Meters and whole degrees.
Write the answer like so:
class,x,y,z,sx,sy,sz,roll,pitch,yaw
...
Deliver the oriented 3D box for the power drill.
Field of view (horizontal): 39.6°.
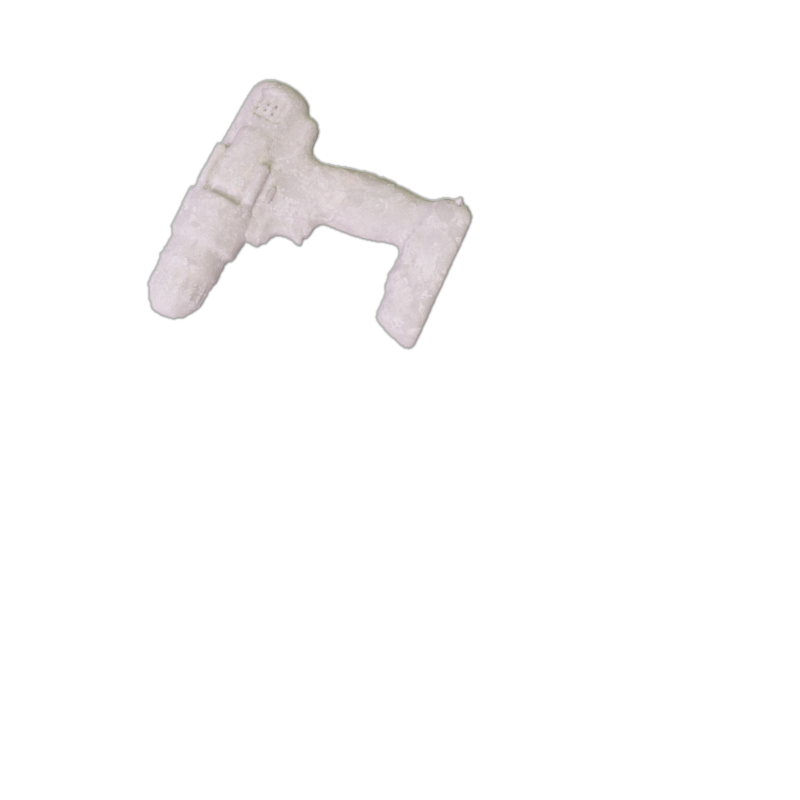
class,x,y,z,sx,sy,sz,roll,pitch,yaw
power drill,-0.060,-0.109,0.764,0.190,0.187,0.056,26,-10,5
